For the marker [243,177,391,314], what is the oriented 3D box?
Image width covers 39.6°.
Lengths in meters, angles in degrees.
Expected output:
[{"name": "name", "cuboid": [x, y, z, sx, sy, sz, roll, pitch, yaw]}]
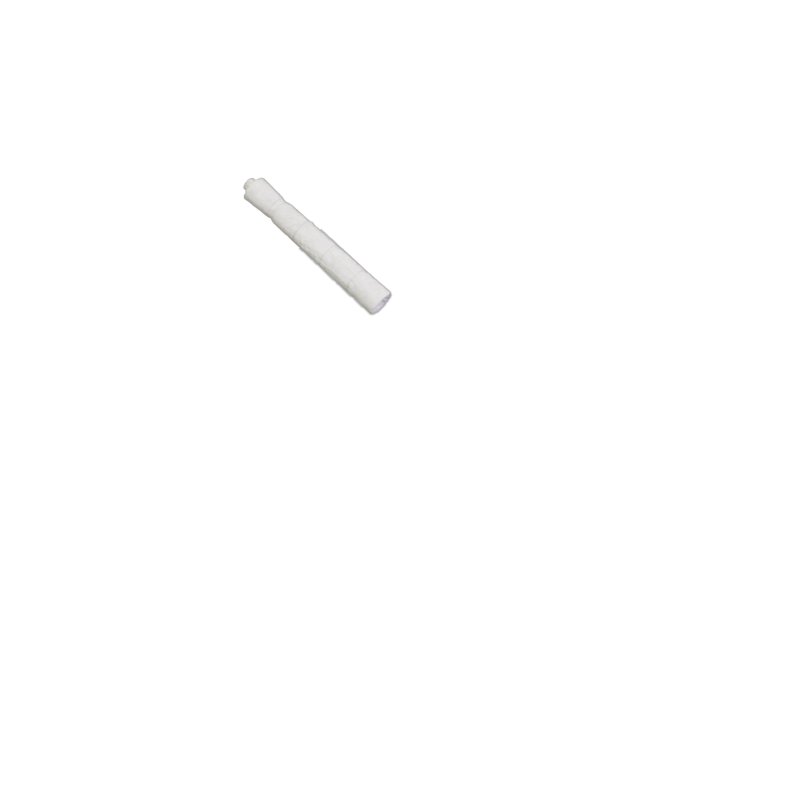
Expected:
[{"name": "marker", "cuboid": [-0.055, -0.101, 0.708, 0.126, 0.019, 0.019, 43, 17, 16]}]
